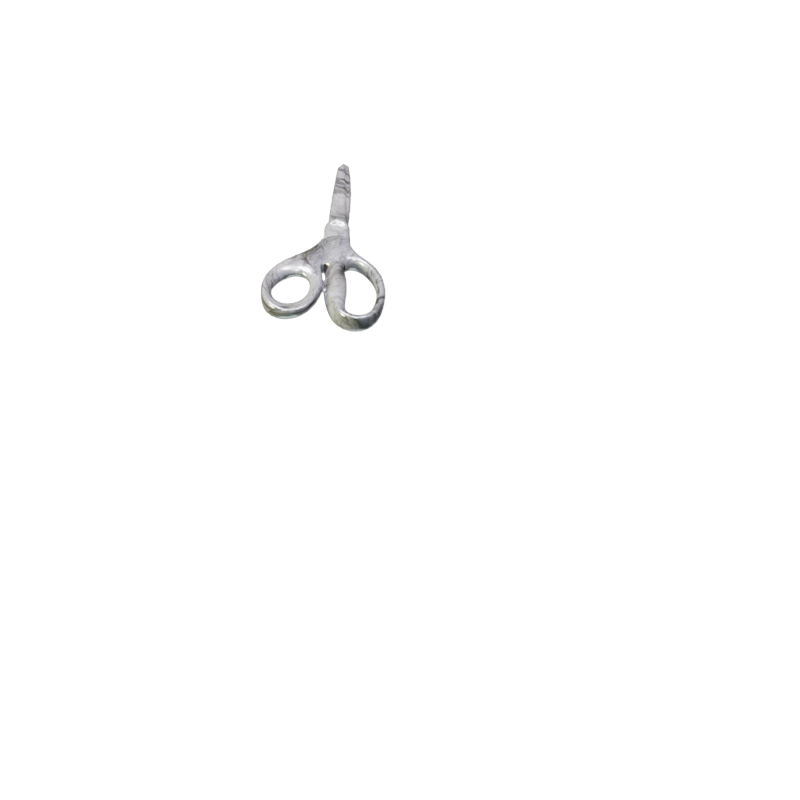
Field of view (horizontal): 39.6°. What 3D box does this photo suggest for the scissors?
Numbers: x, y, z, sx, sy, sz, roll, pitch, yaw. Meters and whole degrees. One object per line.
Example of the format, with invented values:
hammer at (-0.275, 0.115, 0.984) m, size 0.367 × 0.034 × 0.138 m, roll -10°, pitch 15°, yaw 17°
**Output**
scissors at (-0.065, -0.119, 0.831) m, size 0.095 × 0.015 × 0.218 m, roll -8°, pitch 42°, yaw -10°
